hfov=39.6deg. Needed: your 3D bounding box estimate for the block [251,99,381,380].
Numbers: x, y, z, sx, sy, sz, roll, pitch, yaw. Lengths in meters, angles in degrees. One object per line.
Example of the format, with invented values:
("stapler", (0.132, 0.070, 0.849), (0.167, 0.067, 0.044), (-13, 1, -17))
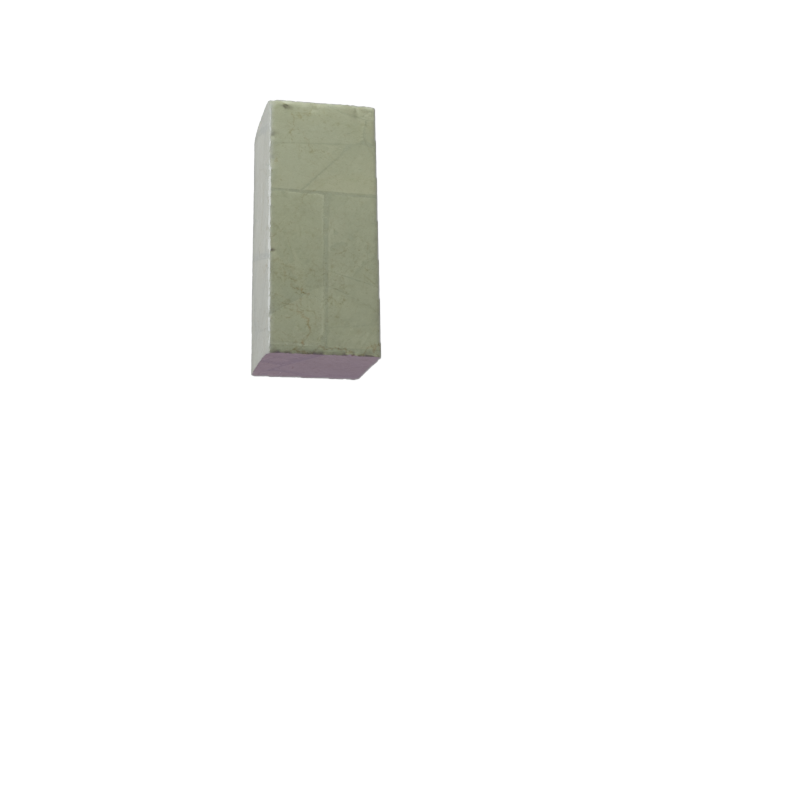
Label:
("block", (-0.070, -0.128, 0.895), (0.089, 0.215, 0.088), (3, -17, -12))
